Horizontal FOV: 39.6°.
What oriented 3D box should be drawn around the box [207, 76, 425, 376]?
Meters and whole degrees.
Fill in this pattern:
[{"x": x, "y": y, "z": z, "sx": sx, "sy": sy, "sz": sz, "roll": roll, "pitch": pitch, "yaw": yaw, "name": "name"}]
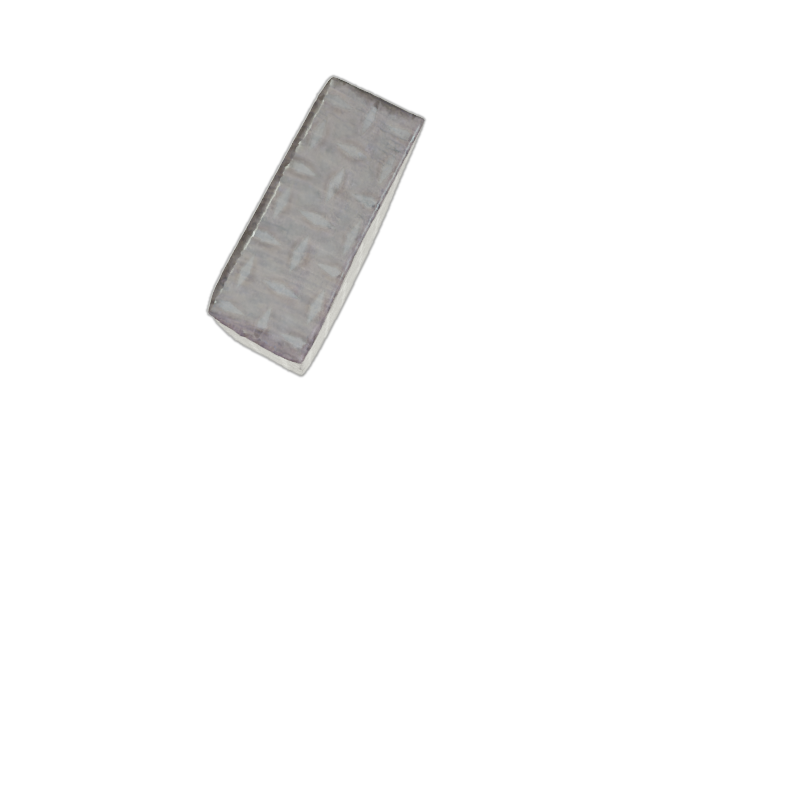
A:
[{"x": -0.058, "y": -0.106, "z": 0.745, "sx": 0.072, "sy": 0.166, "sz": 0.211, "roll": 26, "pitch": -5, "yaw": -3, "name": "box"}]
